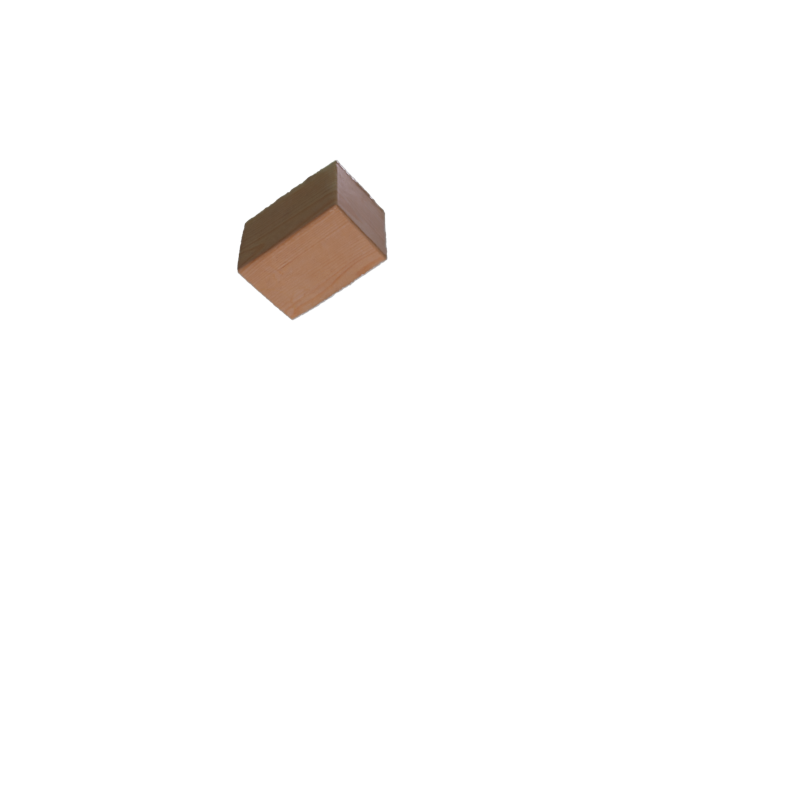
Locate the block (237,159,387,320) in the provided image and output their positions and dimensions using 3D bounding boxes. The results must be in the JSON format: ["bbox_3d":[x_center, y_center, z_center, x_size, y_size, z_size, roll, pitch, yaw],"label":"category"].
[{"bbox_3d":[-0.053,-0.097,0.682,0.078,0.055,0.049,-31,-56,21],"label":"block"}]
